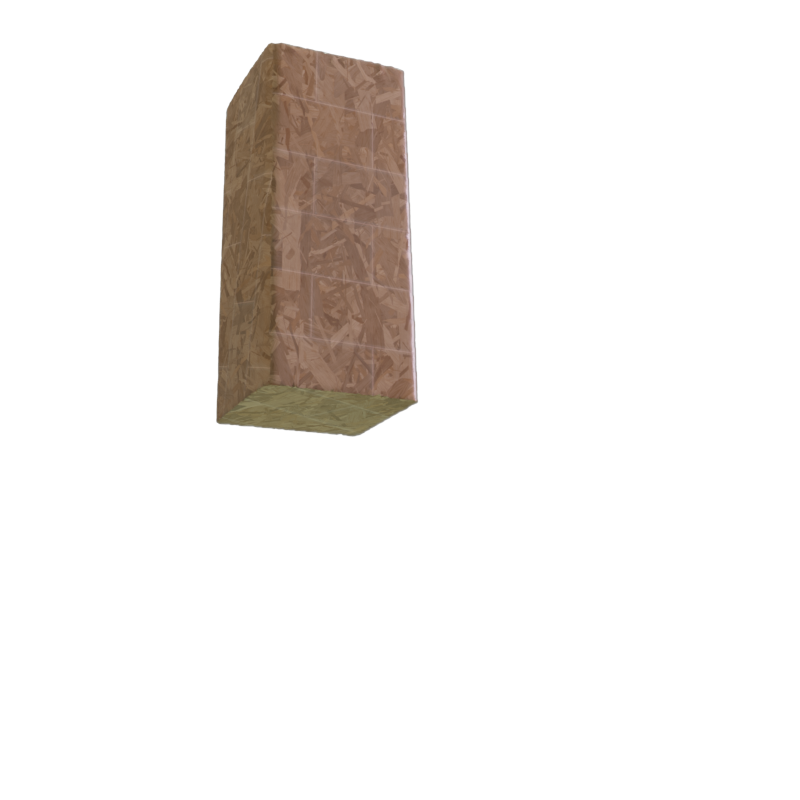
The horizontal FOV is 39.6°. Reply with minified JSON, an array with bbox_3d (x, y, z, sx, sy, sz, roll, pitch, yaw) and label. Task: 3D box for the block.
[{"bbox_3d":[-0.051,-0.094,0.653,0.088,0.217,0.089,8,-23,-23],"label":"block"}]
